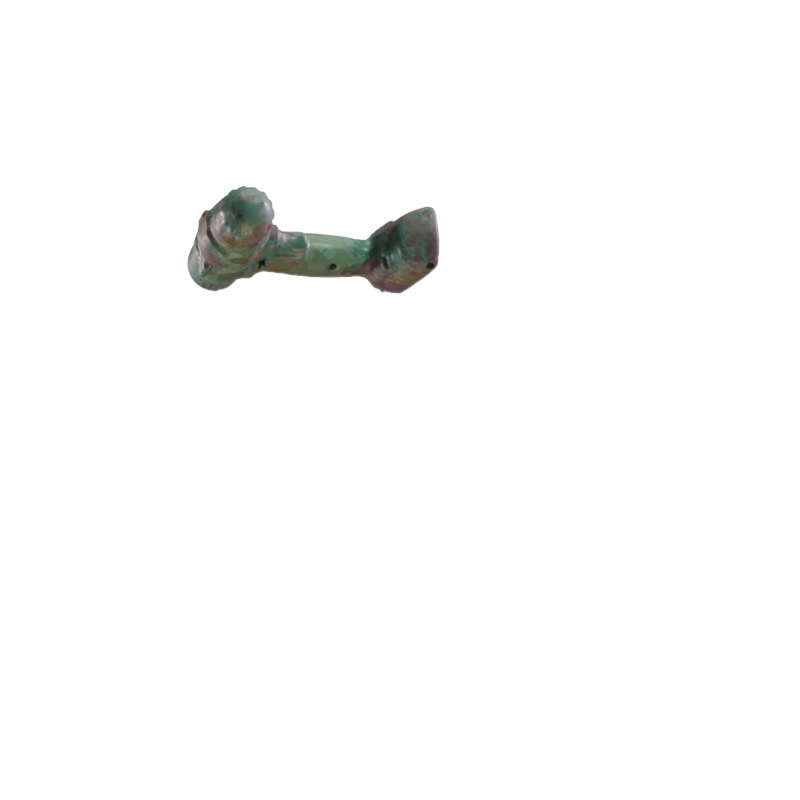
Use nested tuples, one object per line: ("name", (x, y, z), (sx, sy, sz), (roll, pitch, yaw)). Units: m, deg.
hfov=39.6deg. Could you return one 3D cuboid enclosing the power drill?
("power drill", (-0.069, -0.125, 0.878), (0.184, 0.059, 0.184), (2, -7, -16))
